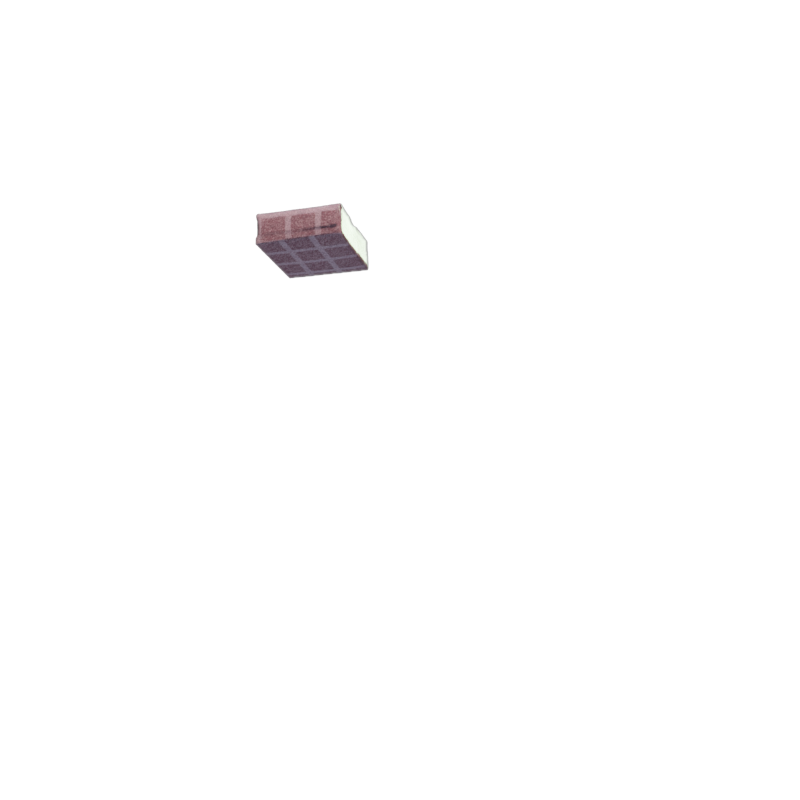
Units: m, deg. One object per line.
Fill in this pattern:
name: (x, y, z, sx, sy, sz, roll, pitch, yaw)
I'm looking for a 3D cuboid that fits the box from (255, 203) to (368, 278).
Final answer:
box: (-0.073, -0.133, 0.930, 0.074, 0.032, 0.084, -5, -17, 15)
